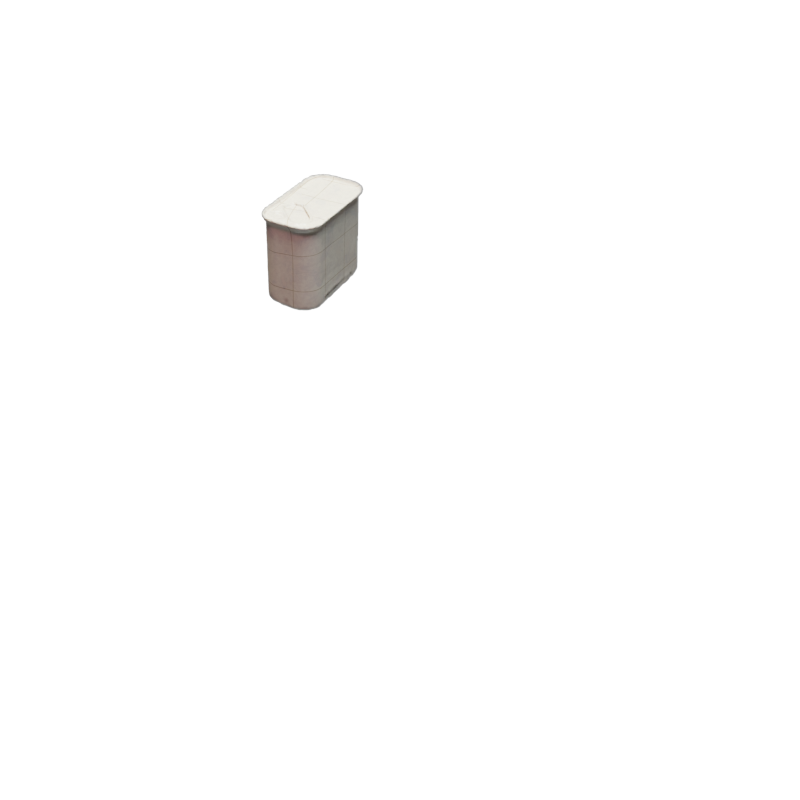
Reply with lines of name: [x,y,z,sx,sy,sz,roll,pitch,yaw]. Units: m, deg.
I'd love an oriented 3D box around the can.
can: [-0.076,-0.139,0.974,0.060,0.079,0.104,16,36,22]
